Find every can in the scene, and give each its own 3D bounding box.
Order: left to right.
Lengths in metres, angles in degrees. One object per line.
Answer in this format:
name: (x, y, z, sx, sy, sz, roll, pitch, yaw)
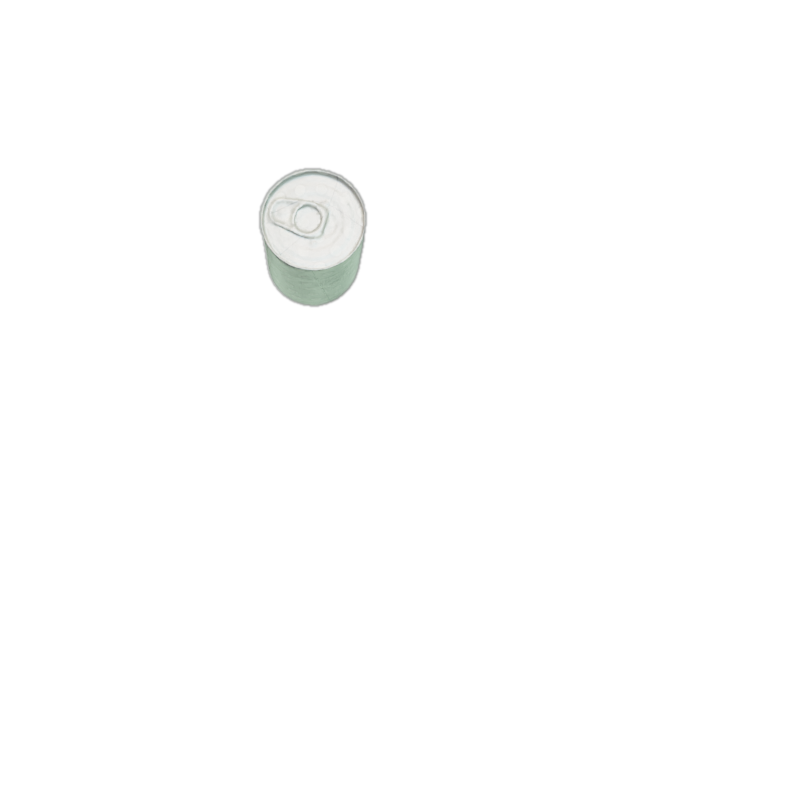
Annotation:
can: (-0.059, -0.108, 0.753, 0.068, 0.071, 0.099, 0, -12, -3)
